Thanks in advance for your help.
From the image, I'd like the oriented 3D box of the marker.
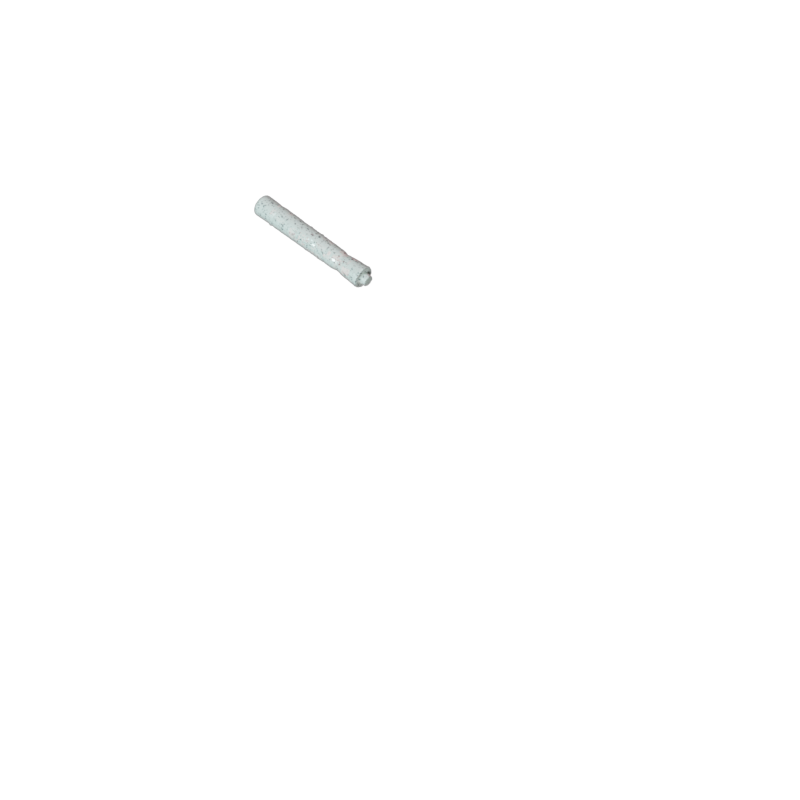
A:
[{"bbox_3d":[-0.069,-0.126,0.885,0.129,0.019,0.019,38,23,28],"label":"marker"}]
